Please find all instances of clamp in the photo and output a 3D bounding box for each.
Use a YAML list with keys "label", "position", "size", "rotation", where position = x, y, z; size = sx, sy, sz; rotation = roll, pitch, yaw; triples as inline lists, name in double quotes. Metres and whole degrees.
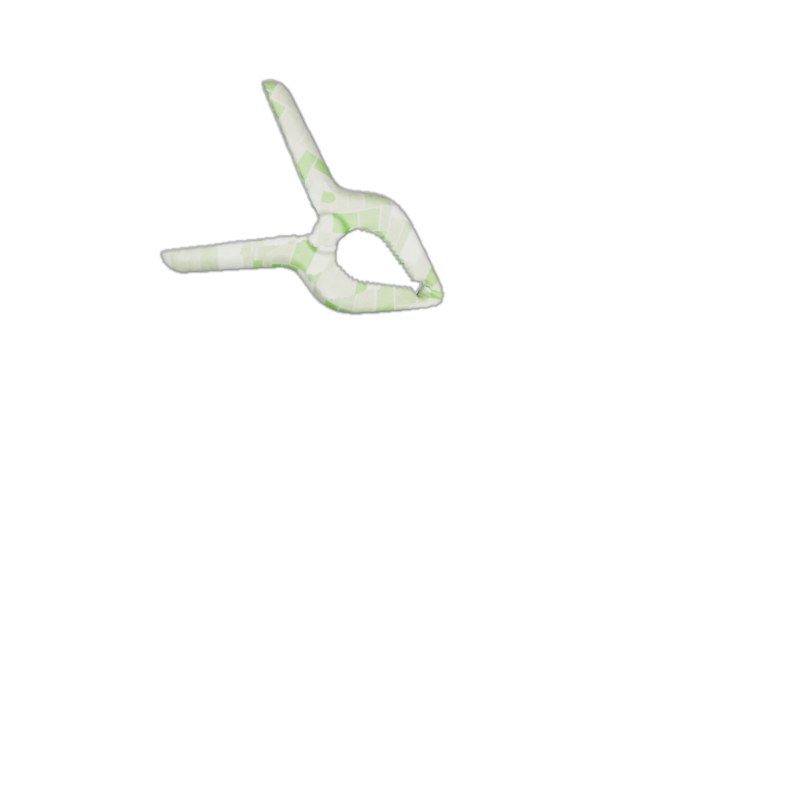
- label: "clamp"
  position: [-0.066, -0.121, 0.848]
  size: [0.210, 0.165, 0.036]
  rotation: [37, -2, 1]
